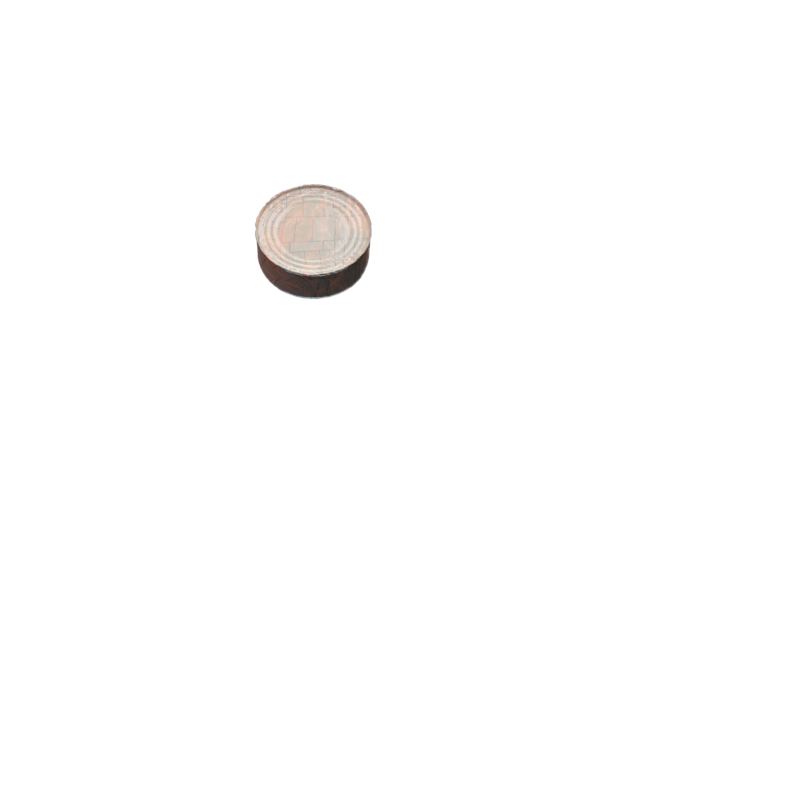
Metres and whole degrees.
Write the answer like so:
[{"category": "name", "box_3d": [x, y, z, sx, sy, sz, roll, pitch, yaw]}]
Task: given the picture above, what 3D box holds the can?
[{"category": "can", "box_3d": [-0.064, -0.118, 0.823, 0.086, 0.092, 0.031, -1, -35, -1]}]
